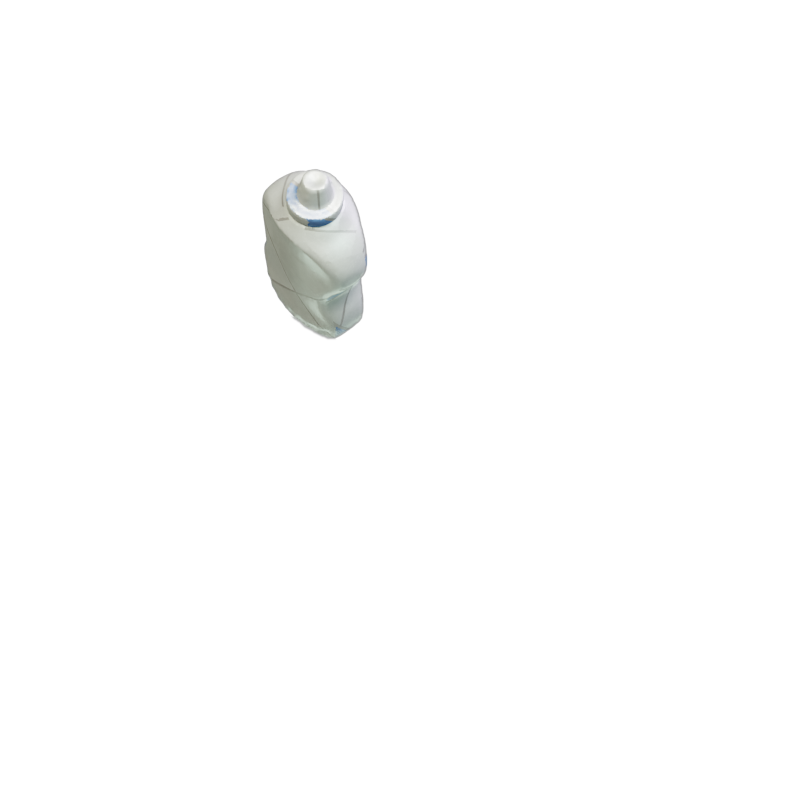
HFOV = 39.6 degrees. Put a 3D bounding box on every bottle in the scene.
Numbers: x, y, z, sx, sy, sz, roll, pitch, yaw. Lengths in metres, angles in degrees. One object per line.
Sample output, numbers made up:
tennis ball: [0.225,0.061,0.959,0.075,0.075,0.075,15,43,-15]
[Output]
bottle: [-0.065,-0.120,0.838,0.058,0.101,0.183,-34,-15,-14]
